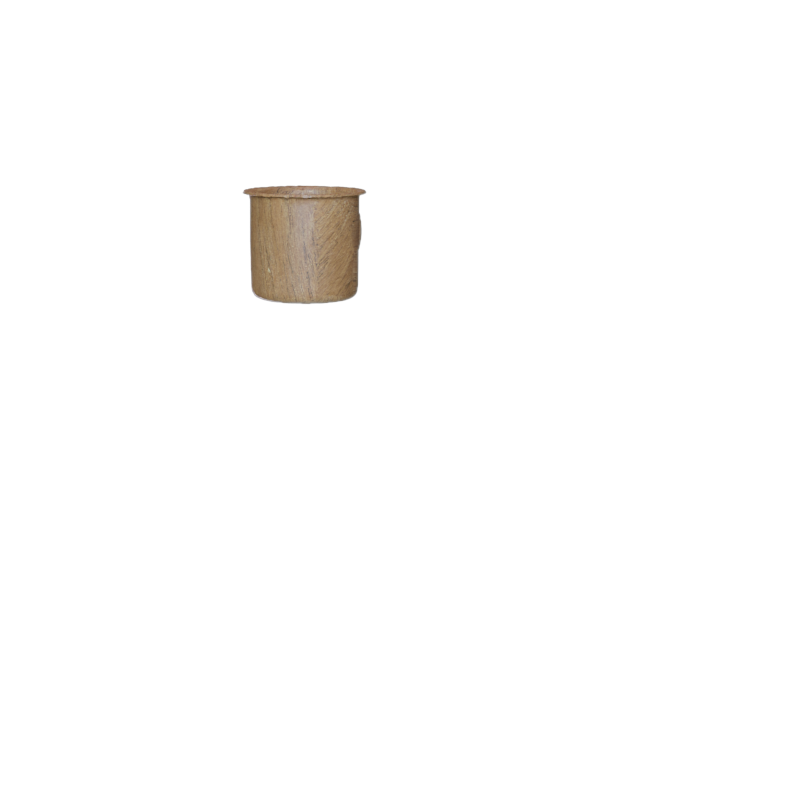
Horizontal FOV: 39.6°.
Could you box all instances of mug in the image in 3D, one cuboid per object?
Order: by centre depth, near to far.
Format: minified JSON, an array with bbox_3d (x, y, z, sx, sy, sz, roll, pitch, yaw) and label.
[{"bbox_3d":[-0.067,-0.121,0.850,0.097,0.080,0.115,7,14,30],"label":"mug"}]
